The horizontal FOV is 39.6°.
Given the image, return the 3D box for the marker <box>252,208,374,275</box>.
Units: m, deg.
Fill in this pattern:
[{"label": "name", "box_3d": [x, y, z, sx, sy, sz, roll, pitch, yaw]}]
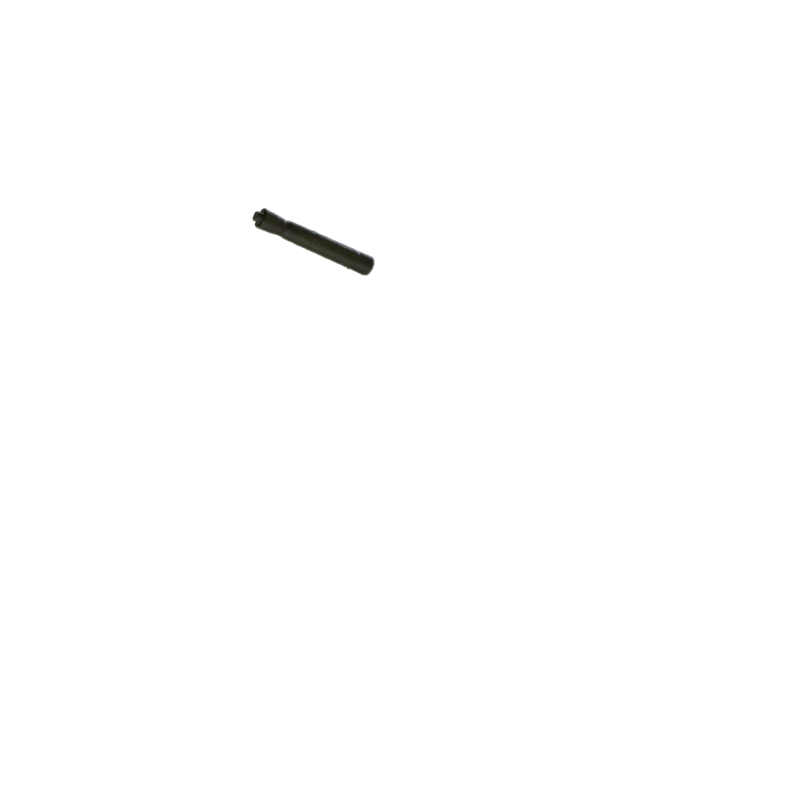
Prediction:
[{"label": "marker", "box_3d": [-0.076, -0.139, 0.972, 0.115, 0.020, 0.020, 21, -7, -26]}]
